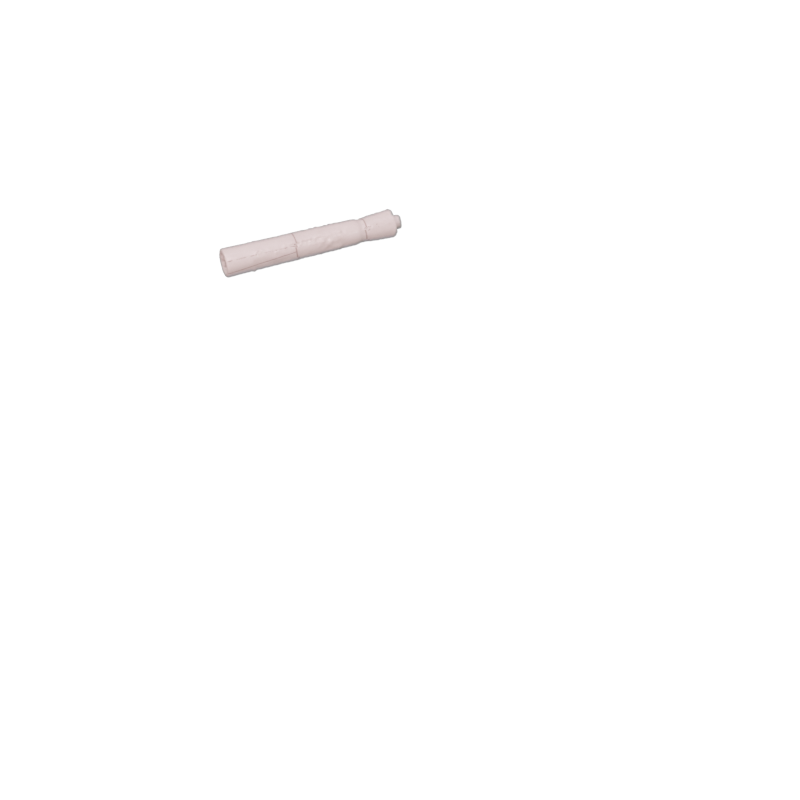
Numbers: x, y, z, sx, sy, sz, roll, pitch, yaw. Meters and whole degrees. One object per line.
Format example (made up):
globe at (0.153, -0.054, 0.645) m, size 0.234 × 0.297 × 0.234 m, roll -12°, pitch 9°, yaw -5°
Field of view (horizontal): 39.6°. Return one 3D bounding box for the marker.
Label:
marker at (-0.056, -0.102, 0.711) m, size 0.120 × 0.019 × 0.020 m, roll -16°, pitch 9°, yaw -16°
